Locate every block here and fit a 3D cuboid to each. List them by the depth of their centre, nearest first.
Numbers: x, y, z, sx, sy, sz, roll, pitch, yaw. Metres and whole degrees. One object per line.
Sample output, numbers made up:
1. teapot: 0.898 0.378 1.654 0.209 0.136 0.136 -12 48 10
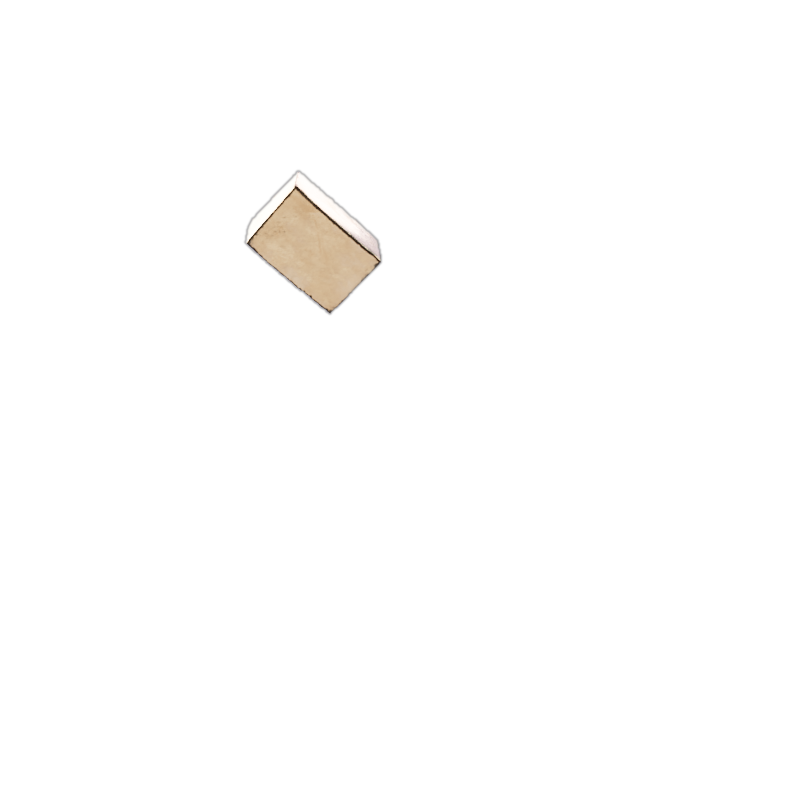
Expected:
1. block: -0.058 -0.107 0.747 0.075 0.052 0.054 41 15 -14
